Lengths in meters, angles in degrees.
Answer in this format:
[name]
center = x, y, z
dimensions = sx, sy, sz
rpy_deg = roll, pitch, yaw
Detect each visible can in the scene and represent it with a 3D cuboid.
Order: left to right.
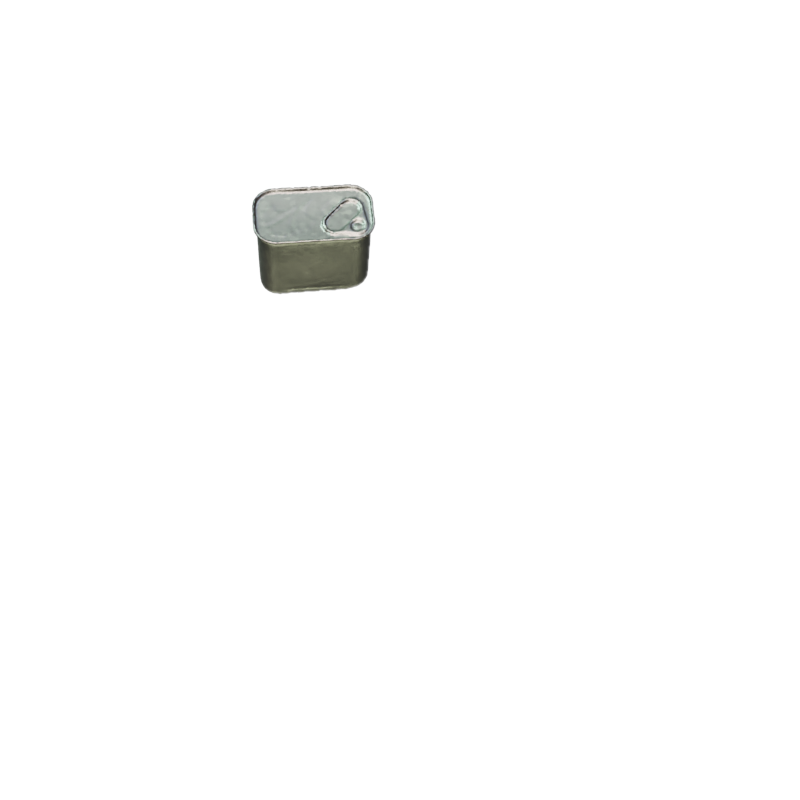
[can]
center = -0.075, -0.137, 0.959
dimensions = 0.101, 0.061, 0.079
rpy_deg = -4, -31, -4
